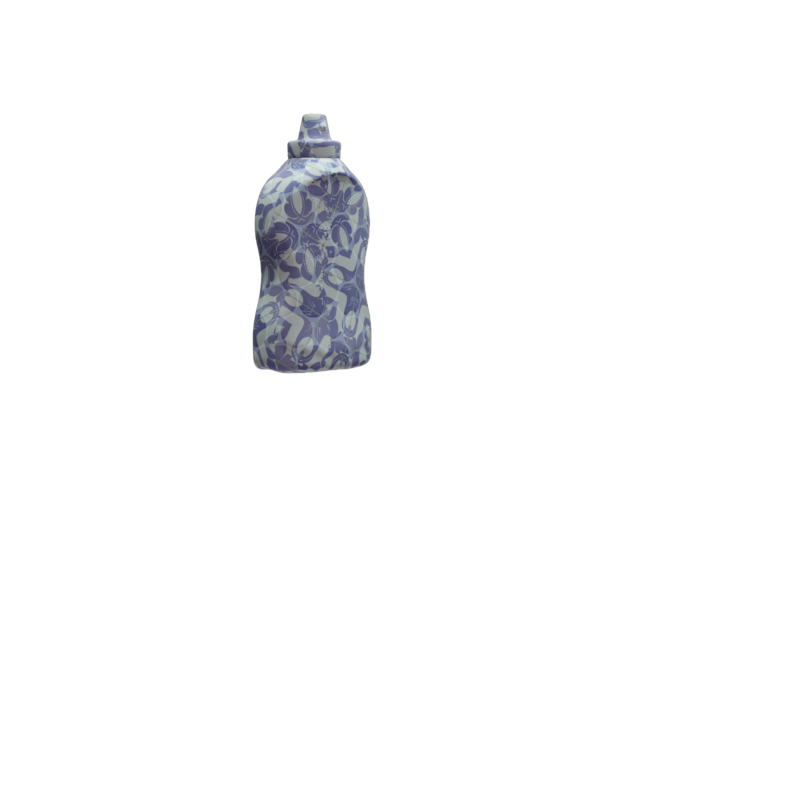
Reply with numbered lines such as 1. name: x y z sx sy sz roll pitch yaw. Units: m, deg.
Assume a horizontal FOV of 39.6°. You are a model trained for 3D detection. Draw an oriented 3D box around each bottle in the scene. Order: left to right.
1. bottle: -0.065 -0.120 0.838 0.092 0.191 0.061 -2 2 -39
